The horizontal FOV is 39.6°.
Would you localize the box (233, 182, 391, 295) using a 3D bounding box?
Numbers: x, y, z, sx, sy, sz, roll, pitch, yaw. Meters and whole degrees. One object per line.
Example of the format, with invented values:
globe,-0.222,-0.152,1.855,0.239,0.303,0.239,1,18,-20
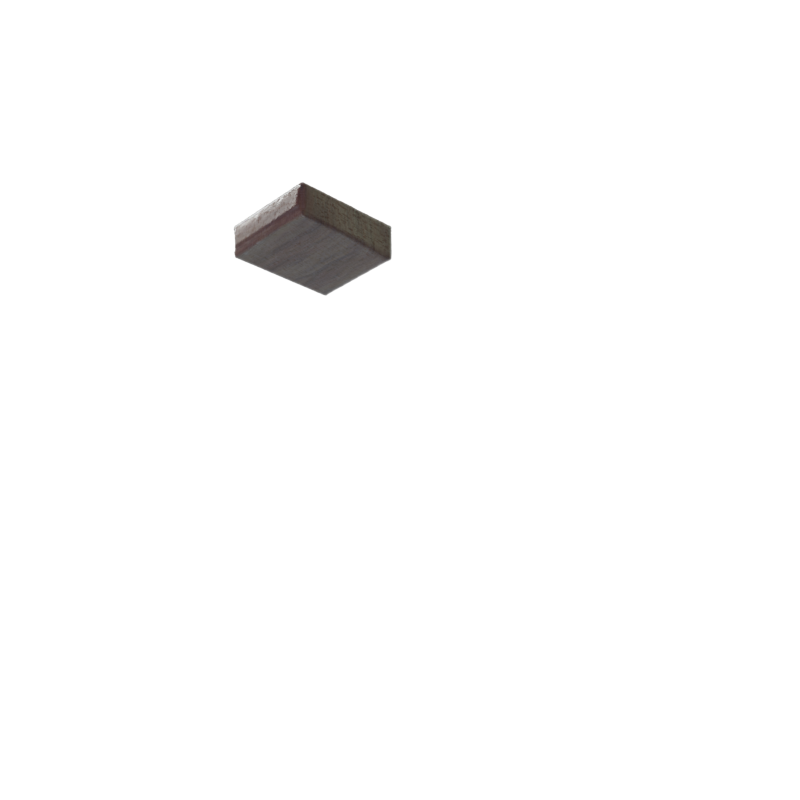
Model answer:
box,-0.076,-0.139,0.975,0.106,0.041,0.090,24,-36,-39
